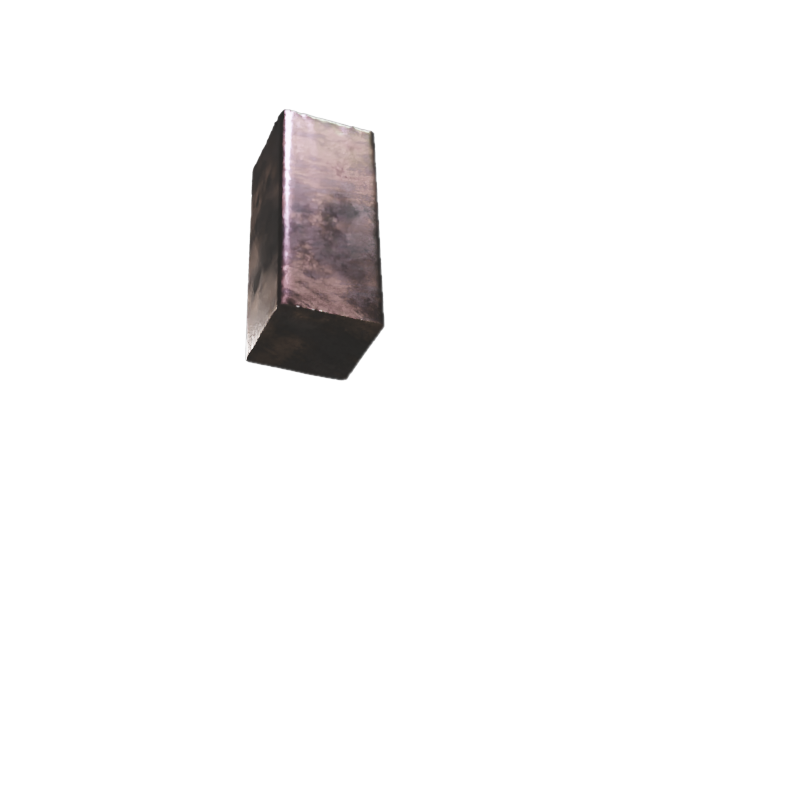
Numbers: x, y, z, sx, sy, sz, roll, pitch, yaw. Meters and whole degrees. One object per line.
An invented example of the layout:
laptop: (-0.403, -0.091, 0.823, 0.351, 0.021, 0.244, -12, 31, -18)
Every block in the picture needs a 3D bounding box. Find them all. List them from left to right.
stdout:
block: (-0.074, -0.134, 0.936, 0.087, 0.221, 0.087, 11, -37, -19)
